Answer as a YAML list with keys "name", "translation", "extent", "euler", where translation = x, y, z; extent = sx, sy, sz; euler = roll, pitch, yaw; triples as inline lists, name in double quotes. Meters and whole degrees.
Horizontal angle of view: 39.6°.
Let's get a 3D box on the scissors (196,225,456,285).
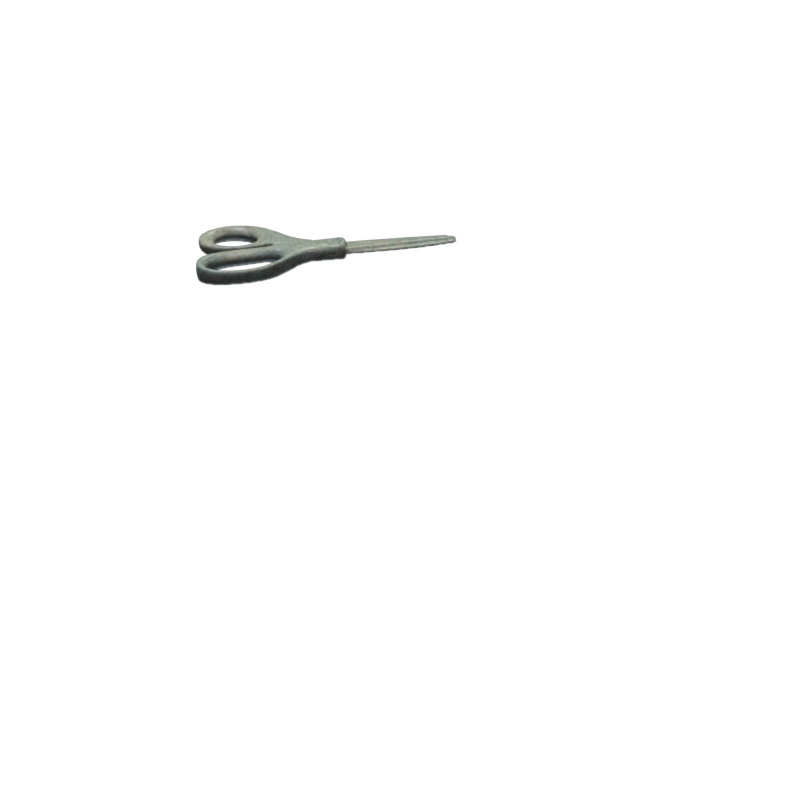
- name: "scissors"
  translation: [-0.067, -0.122, 0.854]
  extent: [0.198, 0.015, 0.103]
  euler: [-15, 33, -25]
